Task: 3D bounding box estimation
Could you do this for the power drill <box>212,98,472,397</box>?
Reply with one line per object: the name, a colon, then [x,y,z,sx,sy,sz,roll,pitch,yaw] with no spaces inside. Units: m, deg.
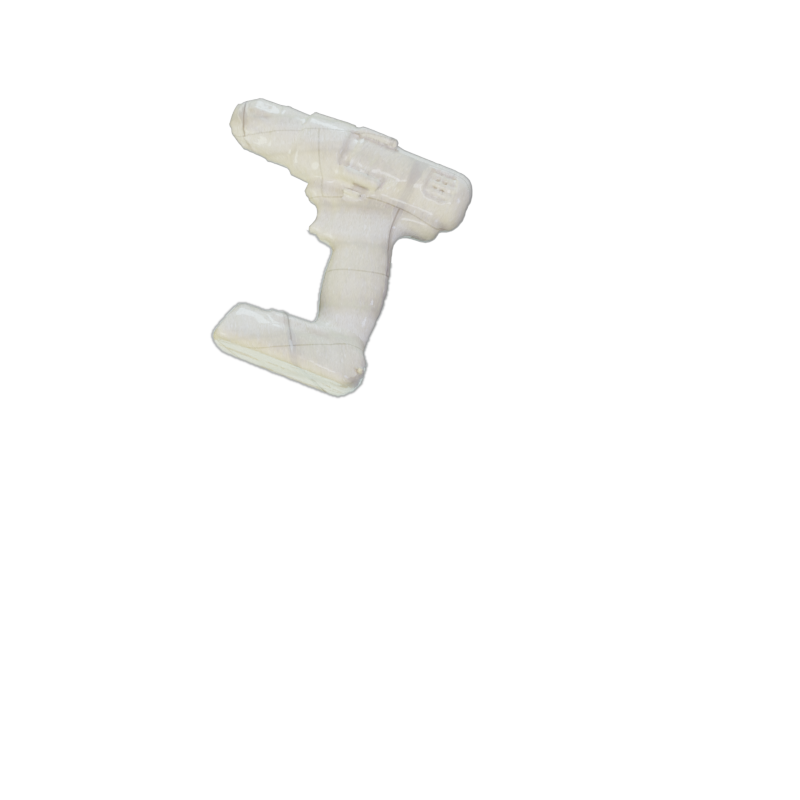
power drill: [-0.061,-0.111,0.780,0.187,0.193,0.055,21,-17,6]
